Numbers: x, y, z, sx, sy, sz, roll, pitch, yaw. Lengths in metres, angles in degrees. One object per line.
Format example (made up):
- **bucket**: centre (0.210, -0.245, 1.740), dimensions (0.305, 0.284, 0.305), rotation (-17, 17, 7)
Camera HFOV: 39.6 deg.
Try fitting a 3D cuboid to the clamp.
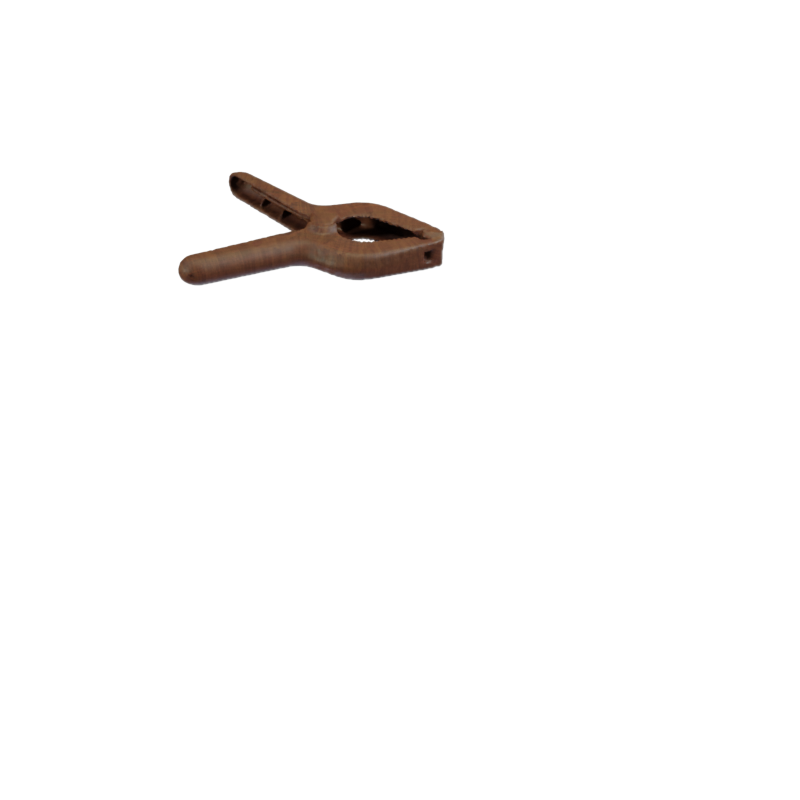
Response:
- **clamp**: centre (-0.072, -0.131, 0.917), dimensions (0.215, 0.034, 0.172), rotation (11, 39, 13)
